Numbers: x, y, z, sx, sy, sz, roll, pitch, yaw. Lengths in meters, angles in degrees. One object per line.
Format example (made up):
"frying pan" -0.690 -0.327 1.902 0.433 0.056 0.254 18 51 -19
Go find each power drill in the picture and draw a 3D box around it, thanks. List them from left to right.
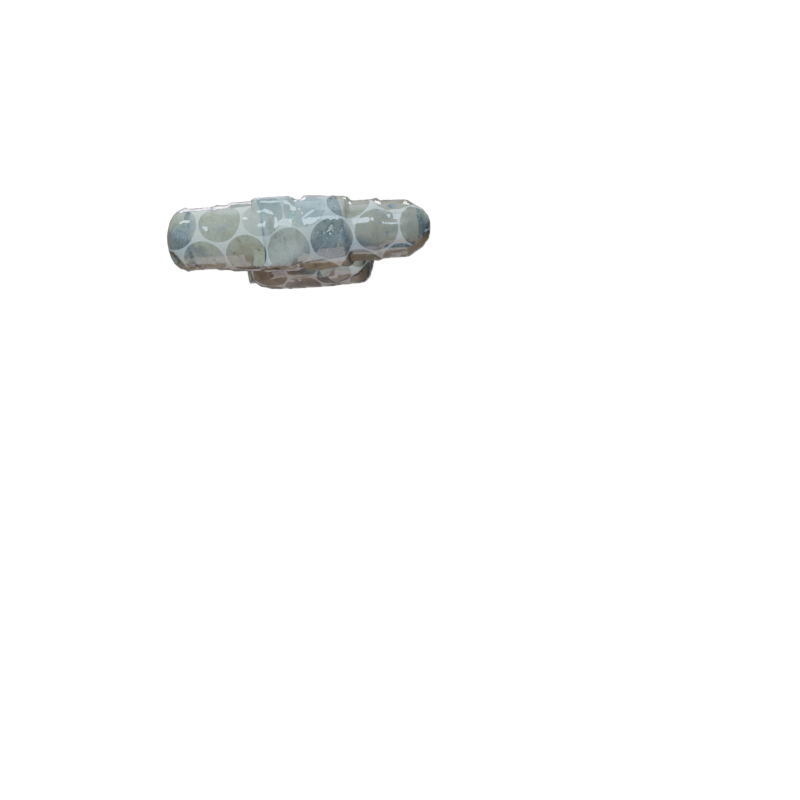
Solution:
"power drill" -0.066 -0.120 0.839 0.186 0.058 0.184 0 0 7
